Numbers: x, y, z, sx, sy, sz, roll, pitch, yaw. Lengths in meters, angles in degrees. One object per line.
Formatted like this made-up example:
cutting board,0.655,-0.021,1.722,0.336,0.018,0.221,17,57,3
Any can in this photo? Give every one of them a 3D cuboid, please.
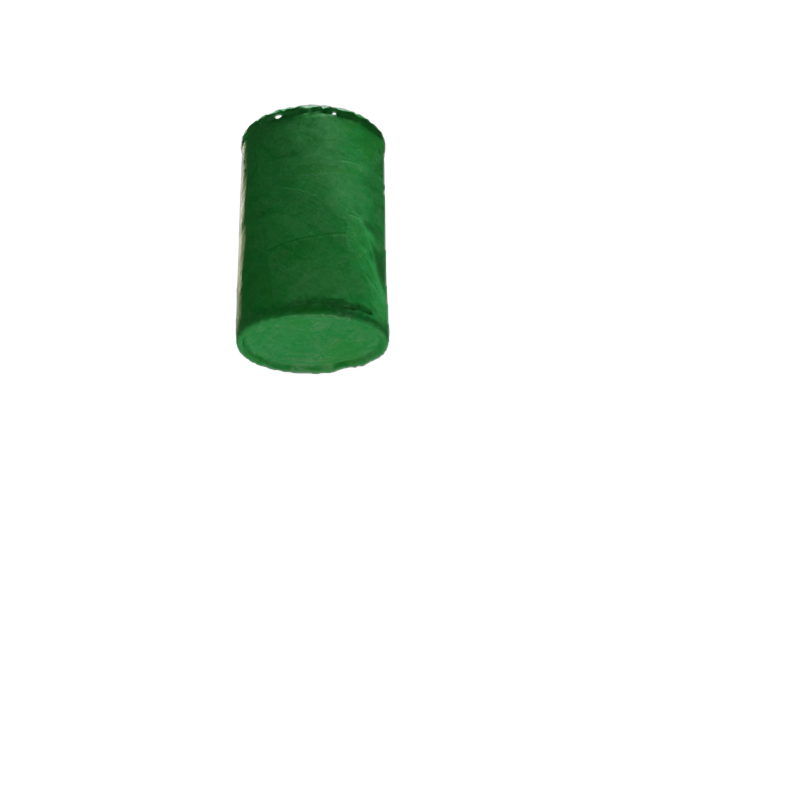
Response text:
can,-0.039,-0.071,0.496,0.068,0.108,0.065,0,-25,-2
